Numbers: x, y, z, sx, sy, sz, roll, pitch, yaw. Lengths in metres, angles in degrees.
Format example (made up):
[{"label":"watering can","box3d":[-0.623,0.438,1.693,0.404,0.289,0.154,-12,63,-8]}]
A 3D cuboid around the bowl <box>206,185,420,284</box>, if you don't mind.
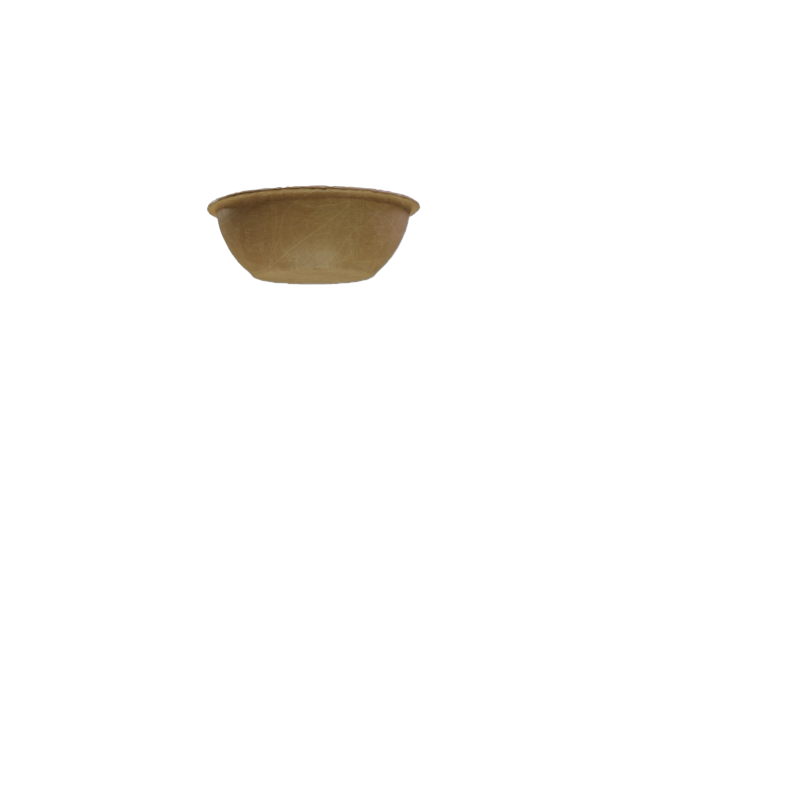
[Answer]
[{"label":"bowl","box3d":[-0.066,-0.120,0.839,0.162,0.056,0.160,0,-2,-2]}]
